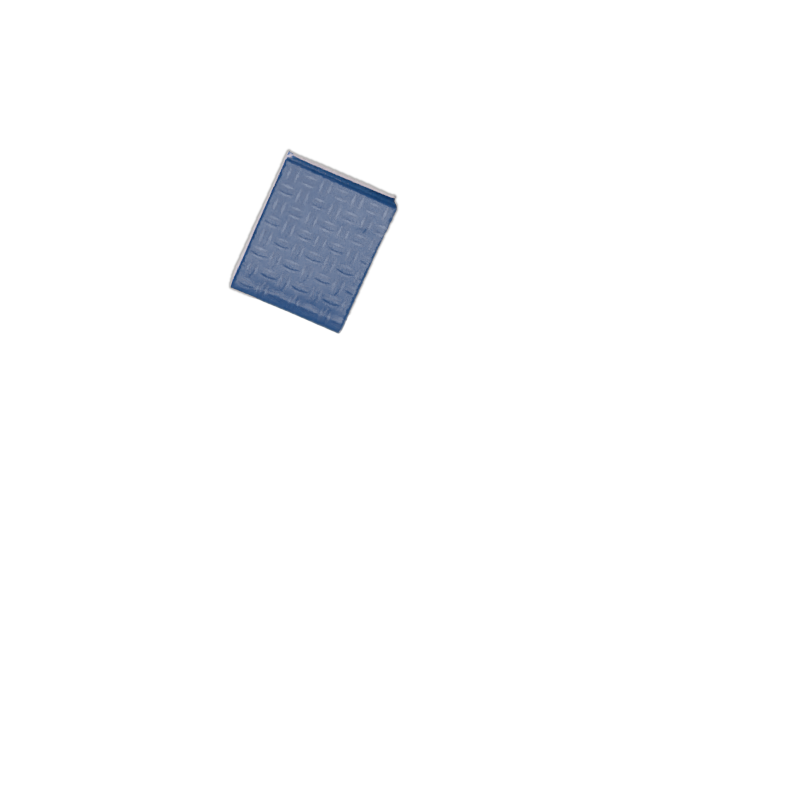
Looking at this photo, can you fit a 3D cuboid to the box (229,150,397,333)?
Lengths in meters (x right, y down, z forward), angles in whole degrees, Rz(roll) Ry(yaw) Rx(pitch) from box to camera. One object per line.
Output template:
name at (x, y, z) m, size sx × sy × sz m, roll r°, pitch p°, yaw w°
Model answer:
box at (-0.052, -0.095, 0.667) m, size 0.072 × 0.087 × 0.031 m, roll 23°, pitch 13°, yaw -7°
